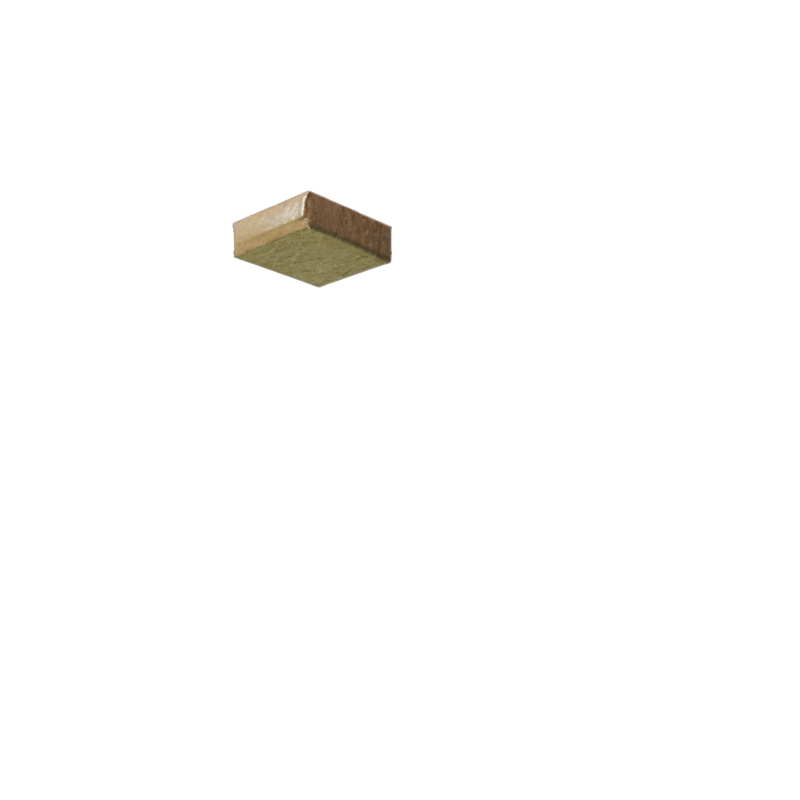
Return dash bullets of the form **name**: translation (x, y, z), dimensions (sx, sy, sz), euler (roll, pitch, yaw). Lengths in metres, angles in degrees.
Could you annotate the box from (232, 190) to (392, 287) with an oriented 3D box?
- **box**: translation (-0.075, -0.137, 0.956), dimensions (0.091, 0.041, 0.107), euler (-15, -22, 38)
